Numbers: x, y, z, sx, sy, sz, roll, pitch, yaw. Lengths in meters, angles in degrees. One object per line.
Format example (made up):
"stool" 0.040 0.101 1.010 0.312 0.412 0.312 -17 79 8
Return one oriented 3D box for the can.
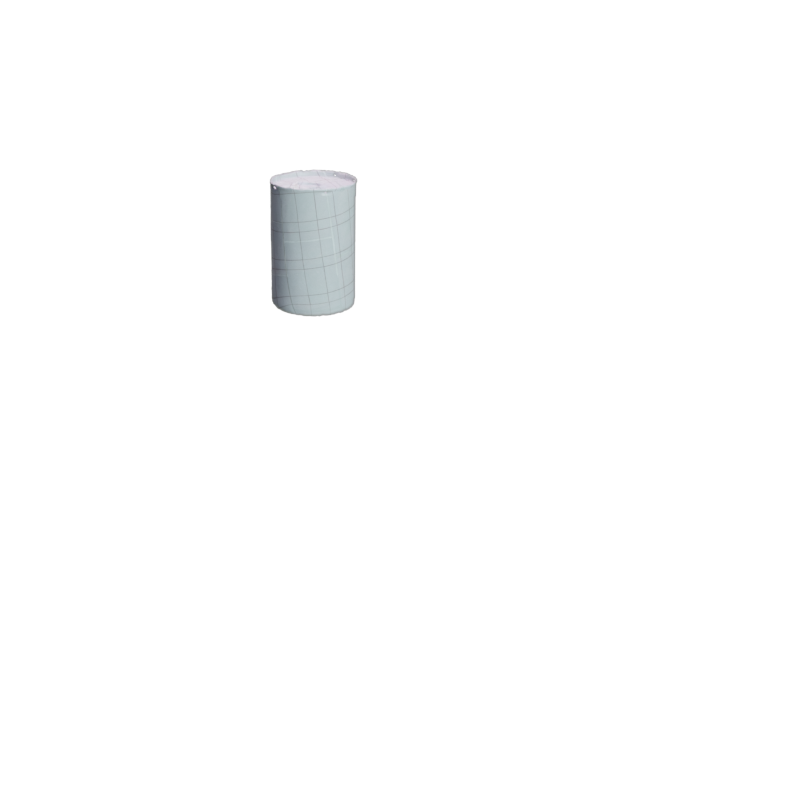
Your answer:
"can" -0.068 -0.125 0.873 0.068 0.098 0.071 0 19 -2
